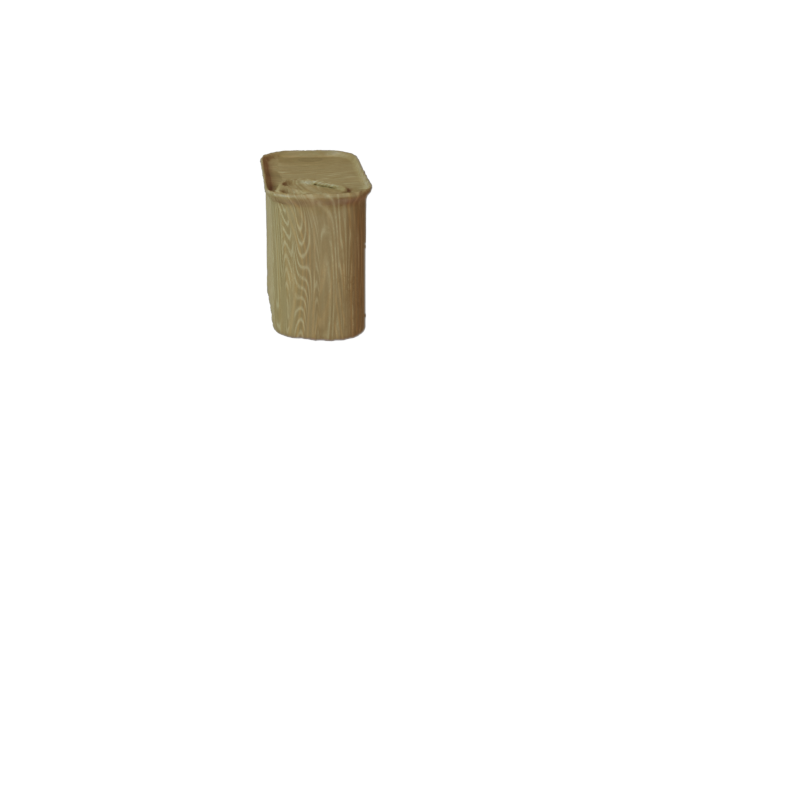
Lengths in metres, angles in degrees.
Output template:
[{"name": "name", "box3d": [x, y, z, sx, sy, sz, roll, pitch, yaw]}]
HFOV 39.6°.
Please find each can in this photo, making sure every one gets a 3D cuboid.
[{"name": "can", "box3d": [-0.049, -0.090, 0.628, 0.057, 0.080, 0.108, -2, 22, -8]}]
